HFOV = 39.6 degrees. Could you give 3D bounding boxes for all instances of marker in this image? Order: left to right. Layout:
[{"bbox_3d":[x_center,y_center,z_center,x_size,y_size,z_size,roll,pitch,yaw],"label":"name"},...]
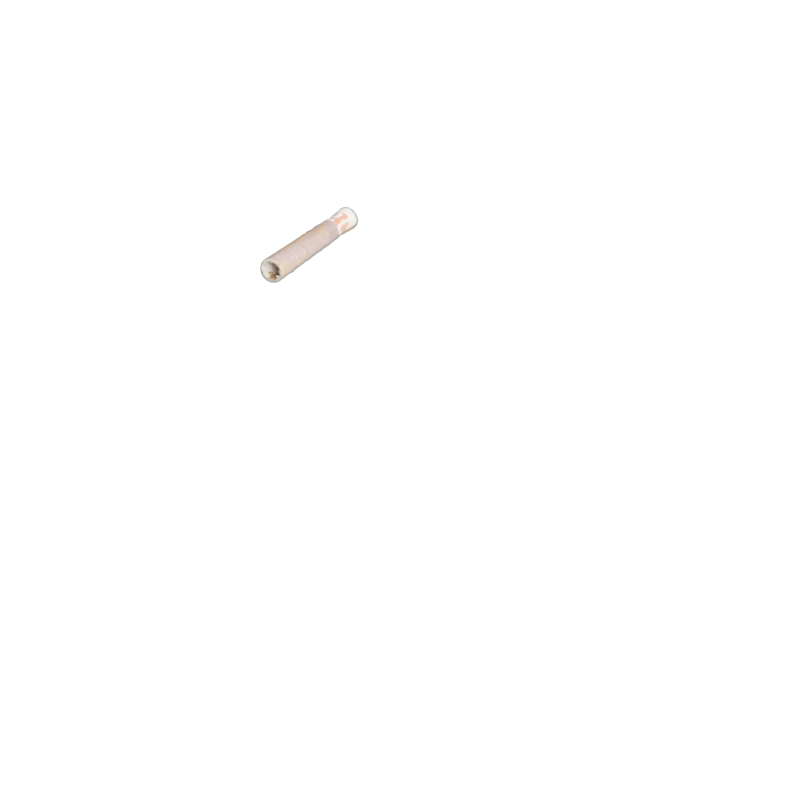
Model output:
[{"bbox_3d":[-0.065,-0.118,0.828,0.020,0.019,0.123,2,27,28],"label":"marker"}]
